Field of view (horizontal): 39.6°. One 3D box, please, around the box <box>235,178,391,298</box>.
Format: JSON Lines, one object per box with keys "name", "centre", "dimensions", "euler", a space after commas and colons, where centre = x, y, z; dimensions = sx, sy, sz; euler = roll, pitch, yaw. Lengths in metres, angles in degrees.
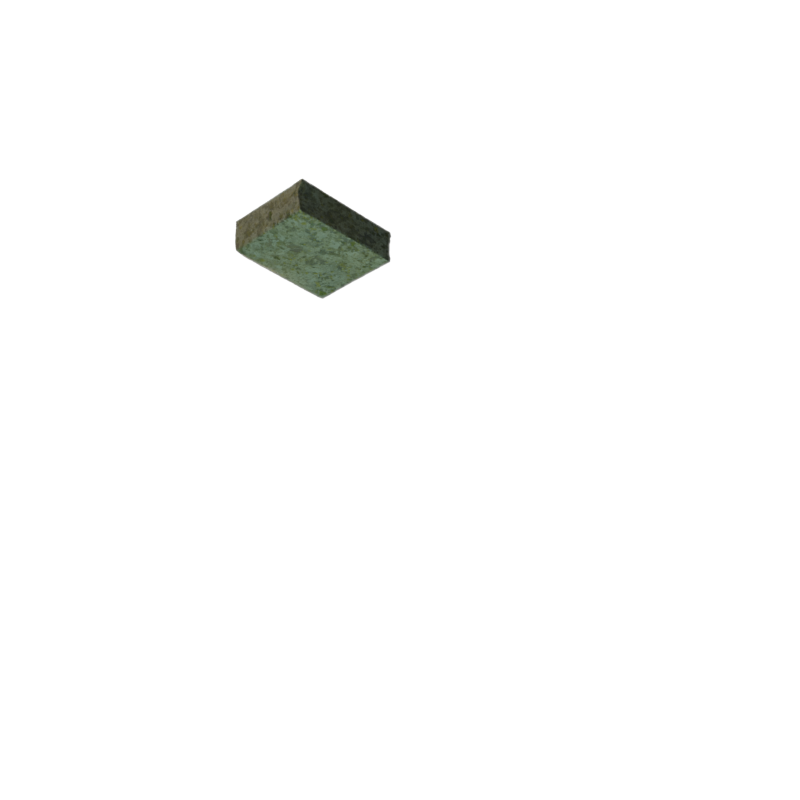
{"name": "box", "centre": [-0.078, -0.141, 0.991], "dimensions": [0.106, 0.041, 0.090], "euler": [26, -39, -38]}
